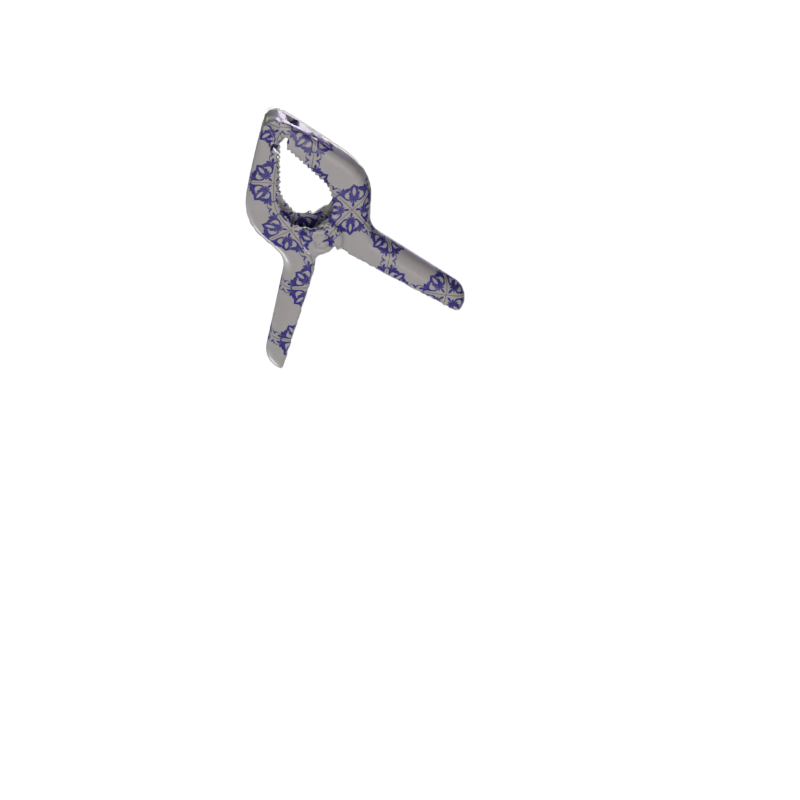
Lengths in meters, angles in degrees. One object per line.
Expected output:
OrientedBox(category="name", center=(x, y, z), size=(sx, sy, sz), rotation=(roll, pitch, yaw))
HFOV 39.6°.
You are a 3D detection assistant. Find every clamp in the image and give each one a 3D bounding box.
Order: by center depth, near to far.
OrientedBox(category="clamp", center=(-0.066, -0.121, 0.844), size=(0.165, 0.197, 0.039), rotation=(-25, 27, 13))
